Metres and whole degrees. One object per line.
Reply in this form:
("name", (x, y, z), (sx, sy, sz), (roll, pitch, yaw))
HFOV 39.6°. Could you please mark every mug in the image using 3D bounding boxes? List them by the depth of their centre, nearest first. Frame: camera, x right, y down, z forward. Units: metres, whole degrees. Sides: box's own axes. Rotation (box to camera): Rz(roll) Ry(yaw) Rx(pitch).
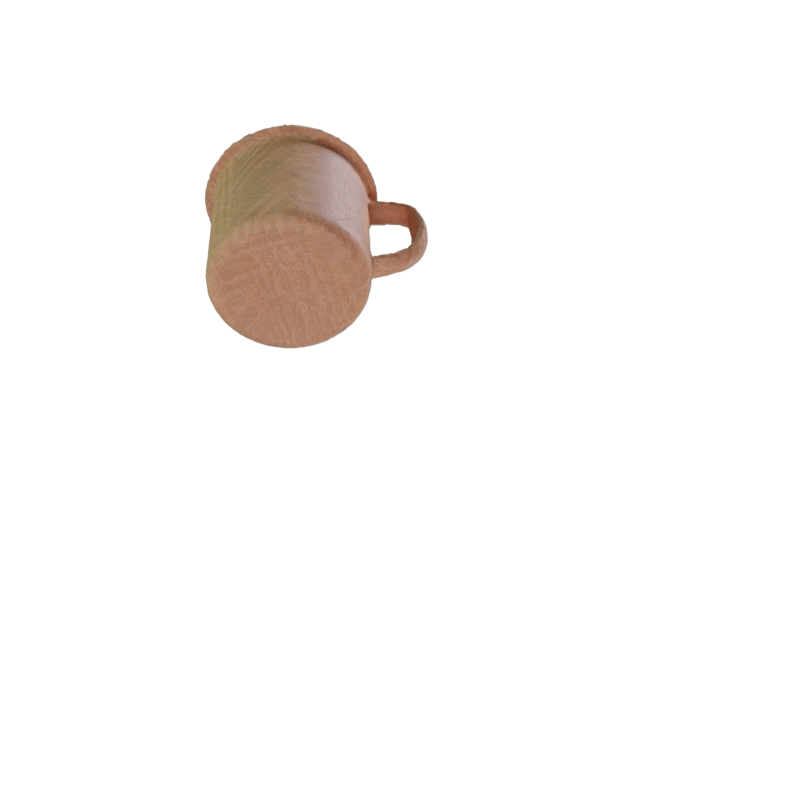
("mug", (-0.044, -0.081, 0.567), (0.117, 0.087, 0.087), (1, 38, -2))
